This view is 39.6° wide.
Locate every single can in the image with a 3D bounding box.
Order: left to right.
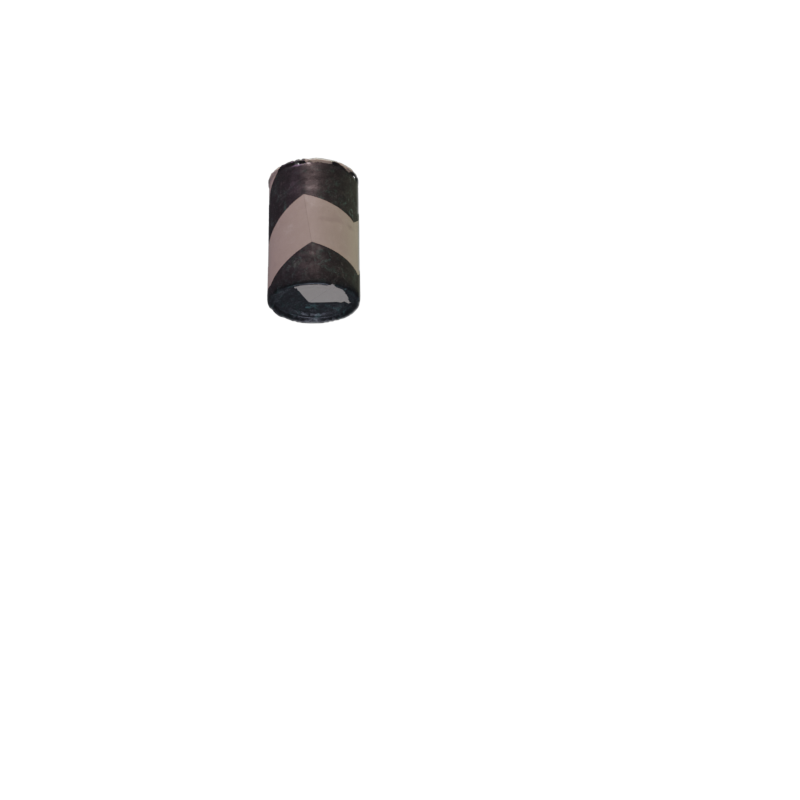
[{"bbox_3d":[-0.063,-0.115,0.806,0.068,0.108,0.065,0,-26,-2],"label":"can"}]
